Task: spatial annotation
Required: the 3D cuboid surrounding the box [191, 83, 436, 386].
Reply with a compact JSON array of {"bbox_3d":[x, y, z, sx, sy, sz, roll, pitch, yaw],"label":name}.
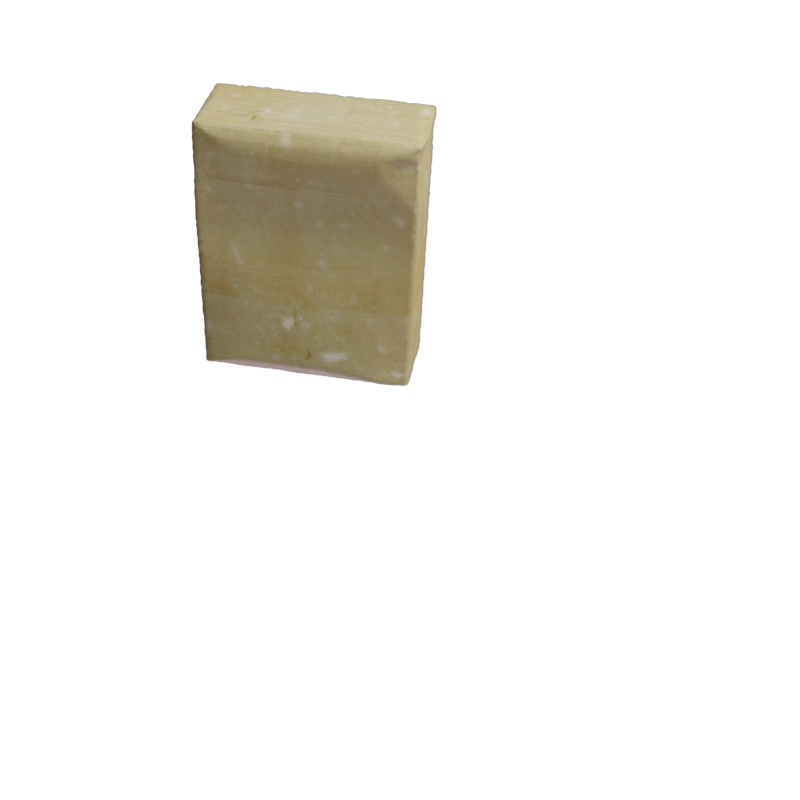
[{"bbox_3d":[-0.064,-0.117,0.822,0.167,0.200,0.076,9,37,9],"label":"box"}]
